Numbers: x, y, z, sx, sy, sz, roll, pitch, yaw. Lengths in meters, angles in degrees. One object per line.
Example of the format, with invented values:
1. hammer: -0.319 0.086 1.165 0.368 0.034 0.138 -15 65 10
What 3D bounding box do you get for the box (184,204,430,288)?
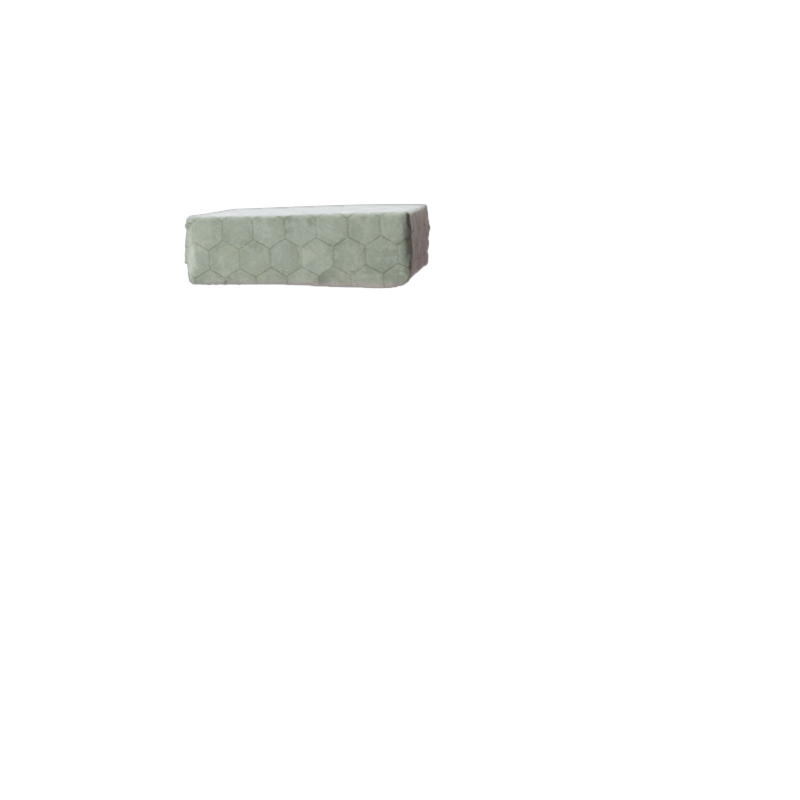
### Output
1. box: -0.045 -0.082 0.575 0.115 0.038 0.090 2 12 9
